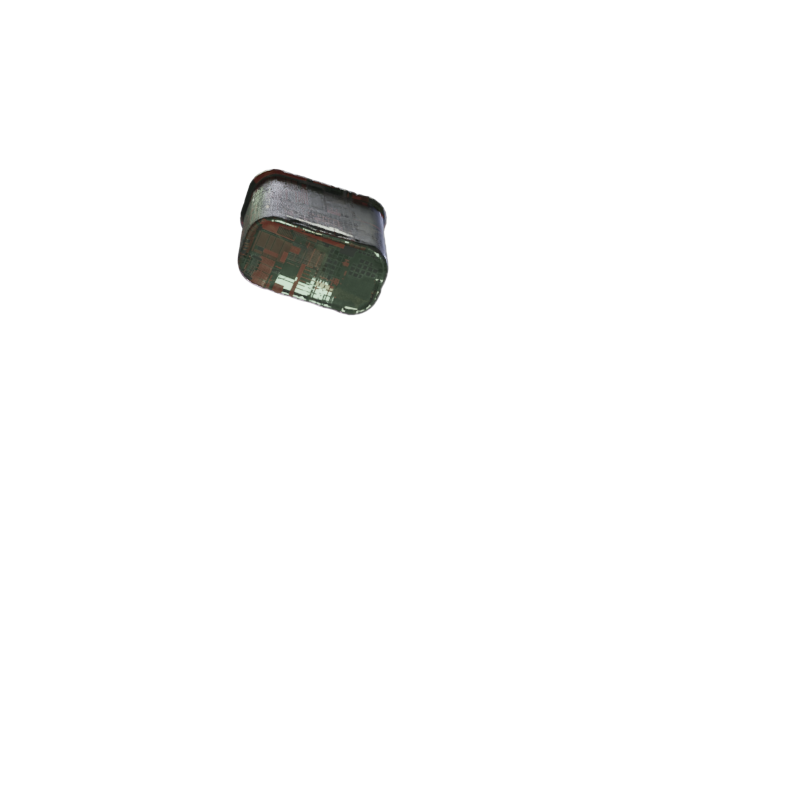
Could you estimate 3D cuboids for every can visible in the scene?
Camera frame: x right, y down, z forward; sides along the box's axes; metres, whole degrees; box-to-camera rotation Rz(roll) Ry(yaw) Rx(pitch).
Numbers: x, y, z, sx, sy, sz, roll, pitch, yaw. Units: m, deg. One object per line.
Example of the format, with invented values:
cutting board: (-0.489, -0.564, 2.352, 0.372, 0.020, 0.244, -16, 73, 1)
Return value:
can: (-0.059, -0.107, 0.752, 0.100, 0.055, 0.089, 16, 27, -10)
